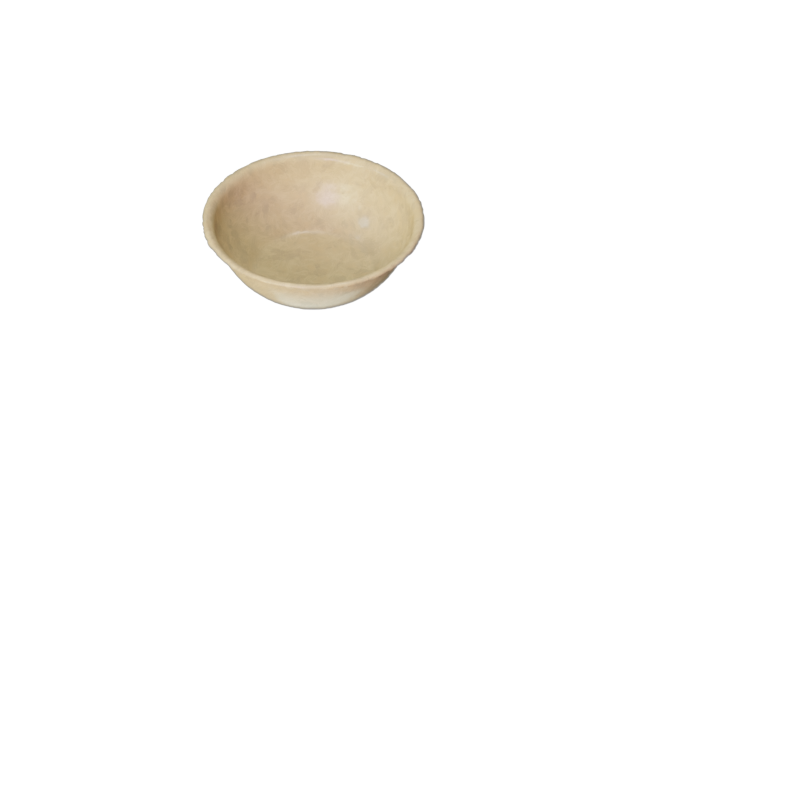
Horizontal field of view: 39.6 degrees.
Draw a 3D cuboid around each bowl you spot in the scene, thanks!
[{"bbox_3d":[-0.064,-0.117,0.822,0.162,0.051,0.174,-1,44,-1],"label":"bowl"}]
